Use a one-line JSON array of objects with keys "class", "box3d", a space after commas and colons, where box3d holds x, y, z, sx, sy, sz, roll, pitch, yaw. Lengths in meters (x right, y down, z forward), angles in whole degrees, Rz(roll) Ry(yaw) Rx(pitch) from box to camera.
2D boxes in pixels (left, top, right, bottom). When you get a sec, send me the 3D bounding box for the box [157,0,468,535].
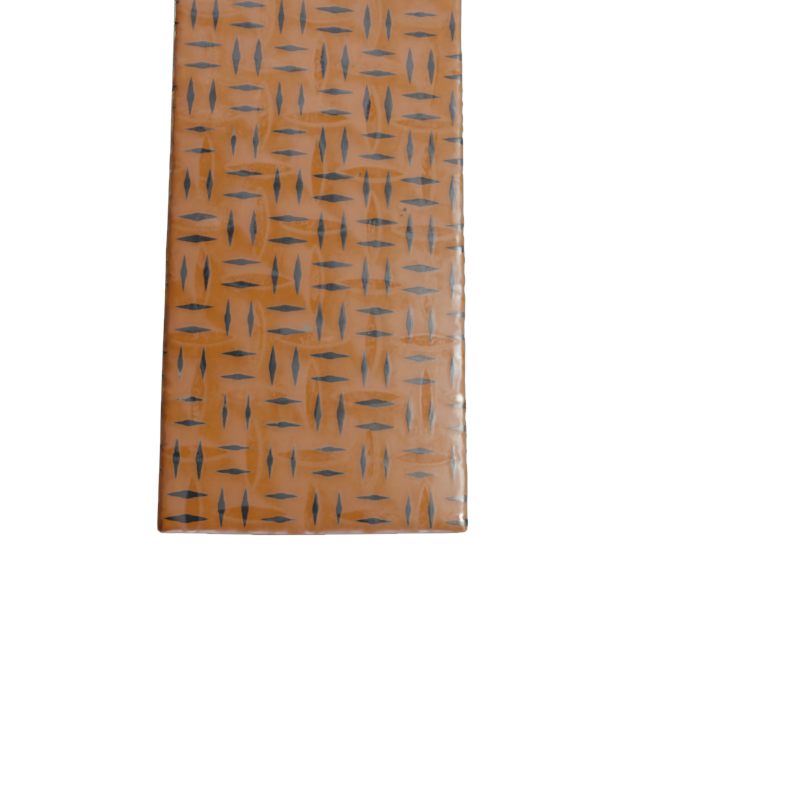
[{"class": "box", "box3d": [-0.028, -0.050, 0.349, 0.093, 0.179, 0.048, 0, -6, -6]}]
